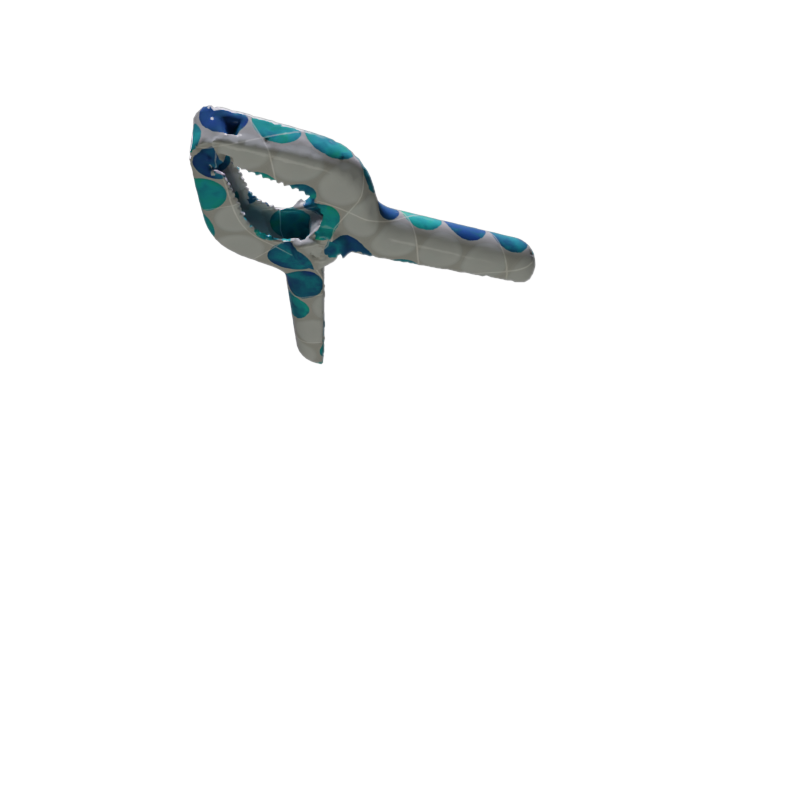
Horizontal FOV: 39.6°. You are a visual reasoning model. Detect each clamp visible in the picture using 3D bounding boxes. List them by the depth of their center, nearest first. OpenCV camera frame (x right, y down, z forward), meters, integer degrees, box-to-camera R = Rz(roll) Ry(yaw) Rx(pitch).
[{"bbox_3d":[-0.049,-0.089,0.623,0.164,0.039,0.196,-28,-43,35],"label":"clamp"}]
